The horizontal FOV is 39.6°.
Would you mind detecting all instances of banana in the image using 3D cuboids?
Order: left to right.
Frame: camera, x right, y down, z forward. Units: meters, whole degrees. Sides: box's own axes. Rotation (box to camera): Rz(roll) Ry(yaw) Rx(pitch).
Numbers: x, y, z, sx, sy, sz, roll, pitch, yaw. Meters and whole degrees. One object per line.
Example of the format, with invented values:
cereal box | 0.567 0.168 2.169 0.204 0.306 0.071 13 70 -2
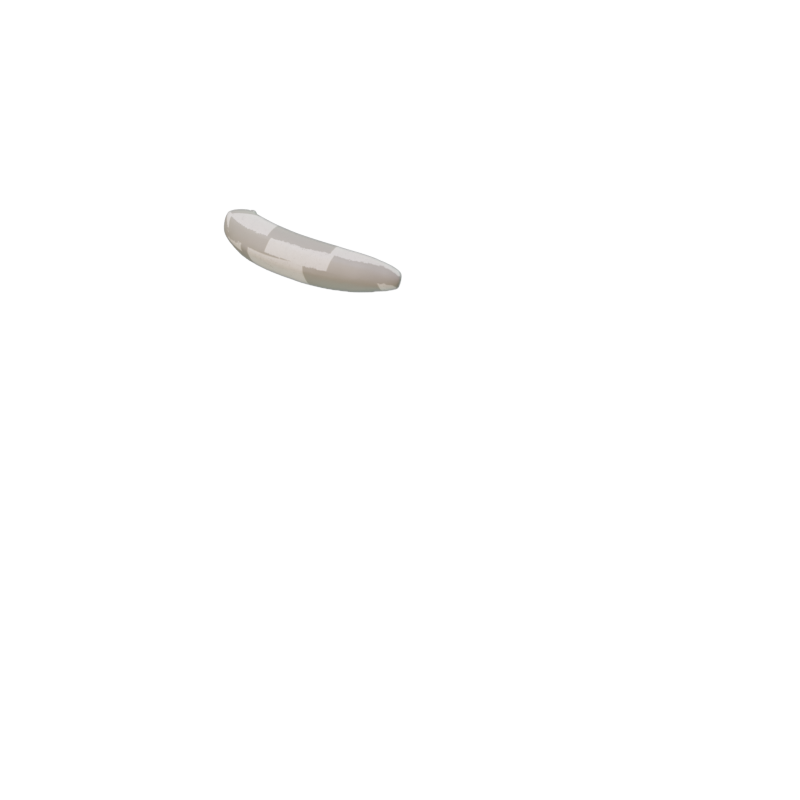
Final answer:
banana | -0.089 -0.129 0.928 0.069 0.035 0.211 -24 39 -36
